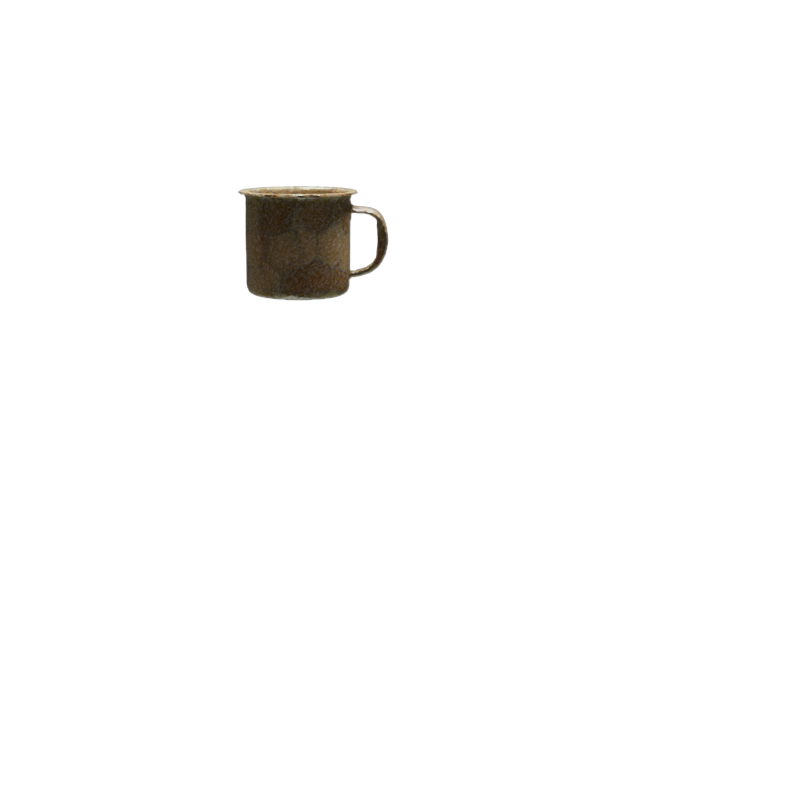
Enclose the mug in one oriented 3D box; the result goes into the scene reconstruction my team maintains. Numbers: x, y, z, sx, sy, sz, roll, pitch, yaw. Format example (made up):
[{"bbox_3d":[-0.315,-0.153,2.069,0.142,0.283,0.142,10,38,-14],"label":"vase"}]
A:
[{"bbox_3d":[-0.068,-0.124,0.868,0.117,0.080,0.096,0,11,-3],"label":"mug"}]
